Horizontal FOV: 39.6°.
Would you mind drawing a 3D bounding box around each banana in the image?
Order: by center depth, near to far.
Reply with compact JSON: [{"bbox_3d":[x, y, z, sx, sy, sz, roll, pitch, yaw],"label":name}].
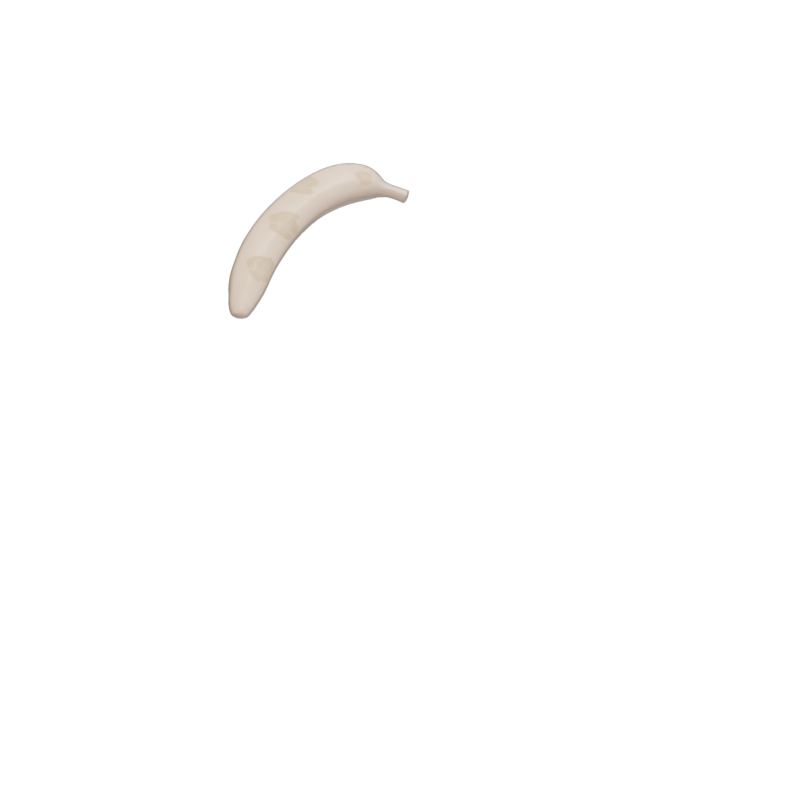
[{"bbox_3d":[-0.084,-0.150,0.951,0.199,0.073,0.034,-39,-22,-20],"label":"banana"}]
